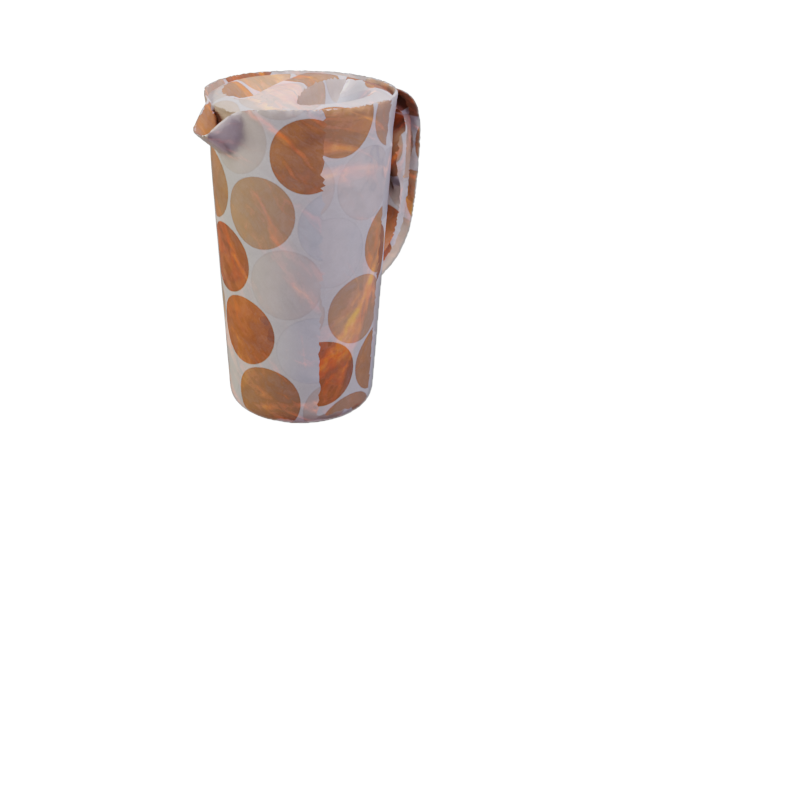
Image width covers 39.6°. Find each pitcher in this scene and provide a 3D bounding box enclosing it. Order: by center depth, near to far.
[{"bbox_3d":[-0.063,-0.115,0.807,0.150,0.231,0.151,3,23,3],"label":"pitcher"}]
